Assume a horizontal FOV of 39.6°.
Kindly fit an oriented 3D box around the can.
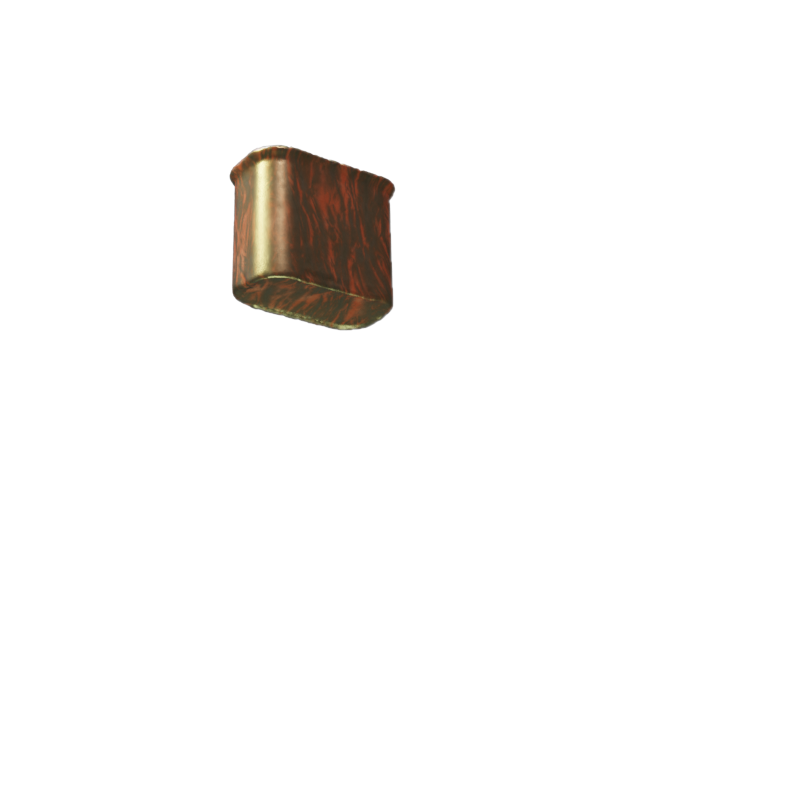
[{"bbox_3d":[-0.052,-0.095,0.667,0.097,0.088,0.057,13,-27,-32],"label":"can"}]
